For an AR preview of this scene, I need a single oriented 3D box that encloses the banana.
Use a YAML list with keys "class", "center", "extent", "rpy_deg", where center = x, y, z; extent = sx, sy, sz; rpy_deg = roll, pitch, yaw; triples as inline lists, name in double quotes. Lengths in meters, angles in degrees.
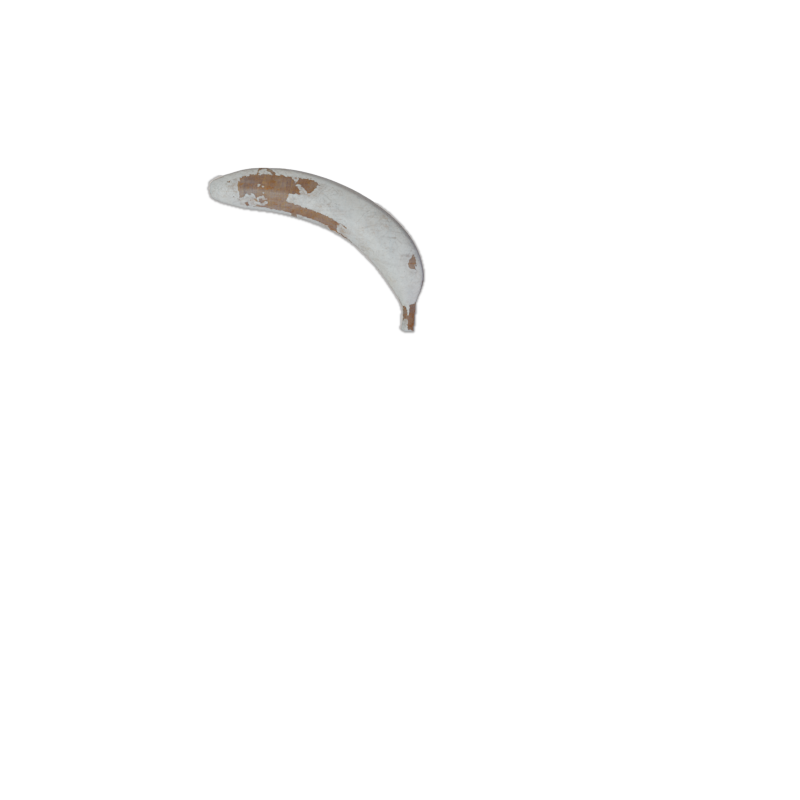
- class: "banana"
  center: [-0.054, -0.135, 0.862]
  extent: [0.202, 0.070, 0.035]
  rpy_deg: [35, -12, 9]
